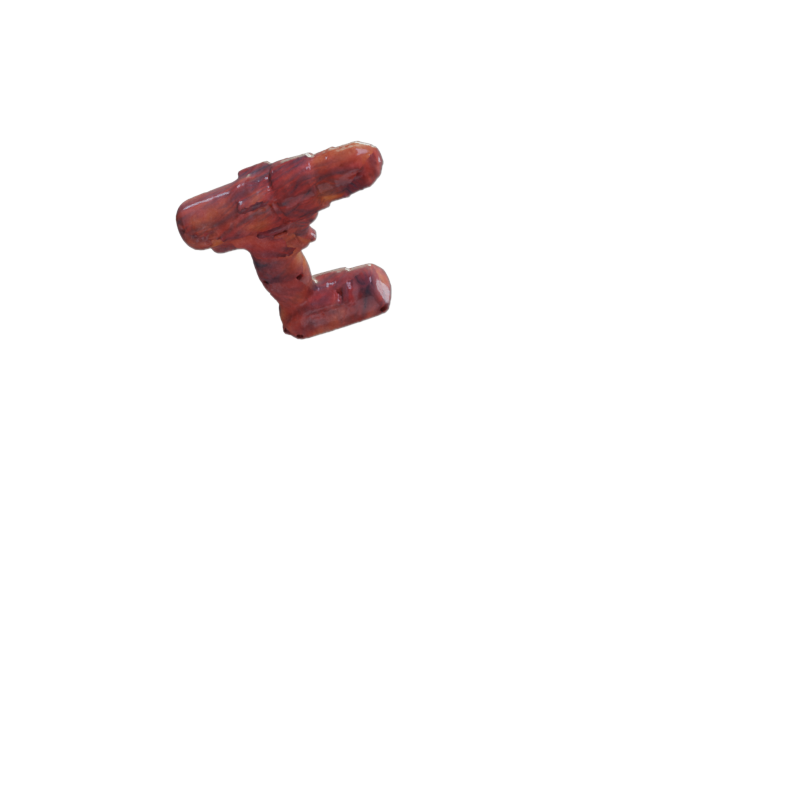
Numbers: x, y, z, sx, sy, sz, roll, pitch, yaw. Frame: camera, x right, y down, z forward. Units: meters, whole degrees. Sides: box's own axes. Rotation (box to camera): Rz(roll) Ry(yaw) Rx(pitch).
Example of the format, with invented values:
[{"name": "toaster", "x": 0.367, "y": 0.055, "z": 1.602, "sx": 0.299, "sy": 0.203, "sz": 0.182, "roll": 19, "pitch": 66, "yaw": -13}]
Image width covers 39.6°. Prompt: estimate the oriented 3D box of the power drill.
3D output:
[{"name": "power drill", "x": -0.076, "y": -0.138, "z": 0.966, "sx": 0.186, "sy": 0.062, "sz": 0.173, "roll": -15, "pitch": -40, "yaw": 18}]
